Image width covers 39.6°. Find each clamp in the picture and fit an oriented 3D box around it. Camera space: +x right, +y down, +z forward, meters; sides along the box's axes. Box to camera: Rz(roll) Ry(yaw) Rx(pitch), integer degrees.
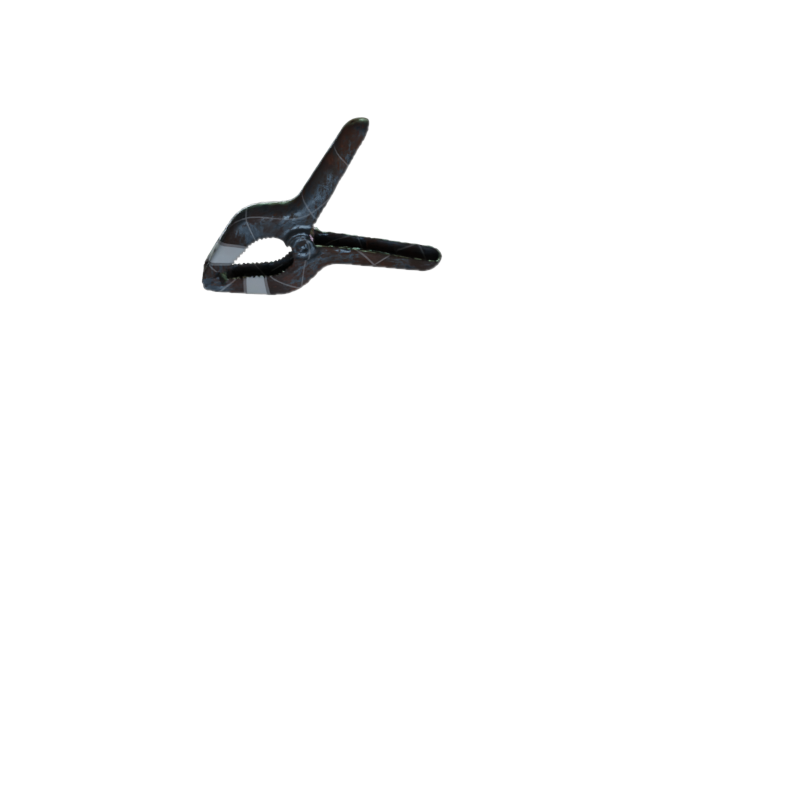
[{"bbox_3d":[-0.077,-0.141,0.984,0.210,0.154,0.039,-27,32,18],"label":"clamp"}]
